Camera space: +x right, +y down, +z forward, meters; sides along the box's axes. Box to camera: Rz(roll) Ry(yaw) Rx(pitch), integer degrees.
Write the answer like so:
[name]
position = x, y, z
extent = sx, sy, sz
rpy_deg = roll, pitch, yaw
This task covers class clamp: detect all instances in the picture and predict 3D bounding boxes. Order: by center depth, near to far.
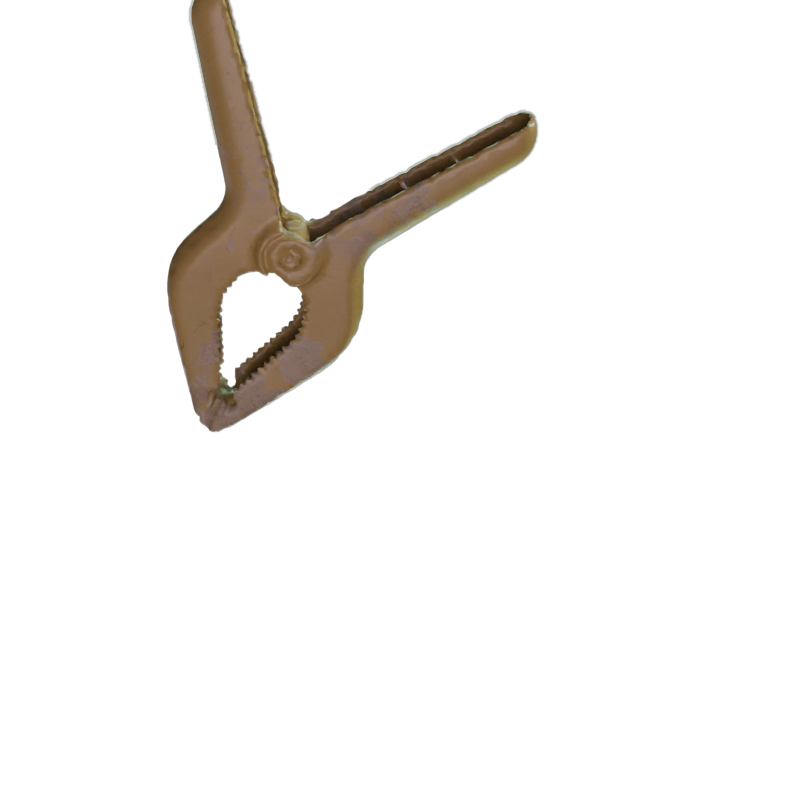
[clamp]
position = -0.041, -0.074, 0.520
extent = 0.162, 0.202, 0.038
rpy_deg = 17, 21, -7
